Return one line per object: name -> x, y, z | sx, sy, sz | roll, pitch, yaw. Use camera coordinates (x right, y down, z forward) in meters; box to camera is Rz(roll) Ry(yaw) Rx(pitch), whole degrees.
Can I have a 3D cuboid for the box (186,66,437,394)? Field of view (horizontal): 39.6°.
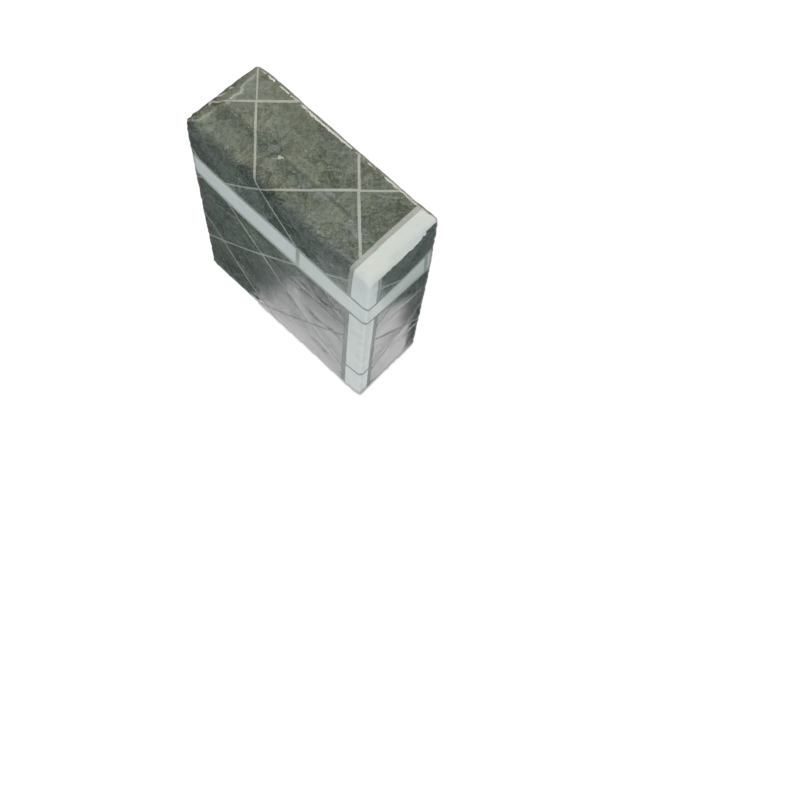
box -> -0.061, -0.111, 0.776 | 0.073, 0.171, 0.203 | -43, -14, -16
